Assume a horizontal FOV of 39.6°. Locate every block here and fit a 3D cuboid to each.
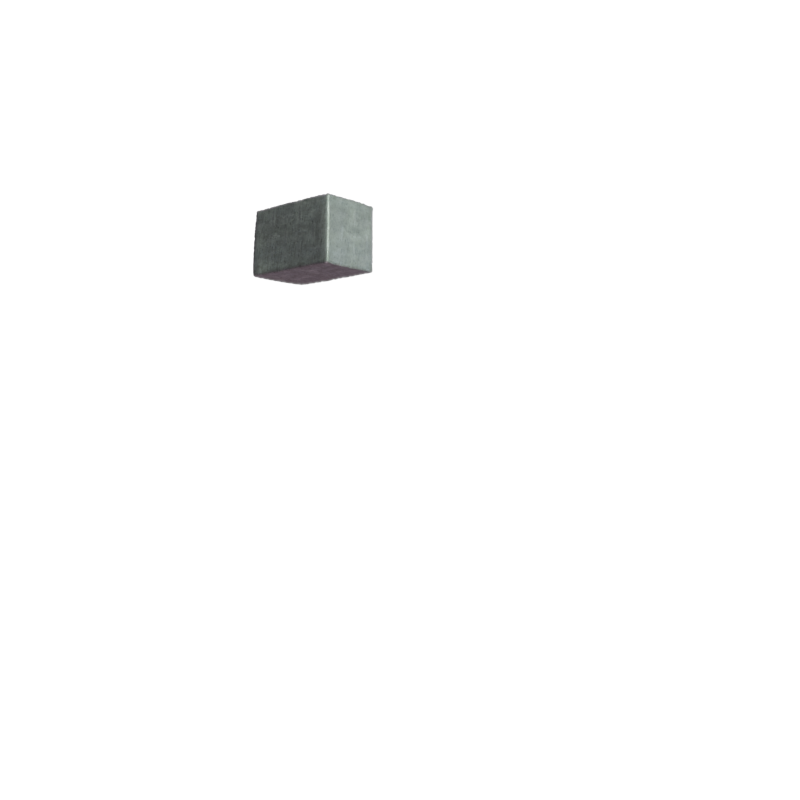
[{"bbox_3d":[-0.065,-0.119,0.833,0.080,0.053,0.050,-7,-11,40],"label":"block"}]
